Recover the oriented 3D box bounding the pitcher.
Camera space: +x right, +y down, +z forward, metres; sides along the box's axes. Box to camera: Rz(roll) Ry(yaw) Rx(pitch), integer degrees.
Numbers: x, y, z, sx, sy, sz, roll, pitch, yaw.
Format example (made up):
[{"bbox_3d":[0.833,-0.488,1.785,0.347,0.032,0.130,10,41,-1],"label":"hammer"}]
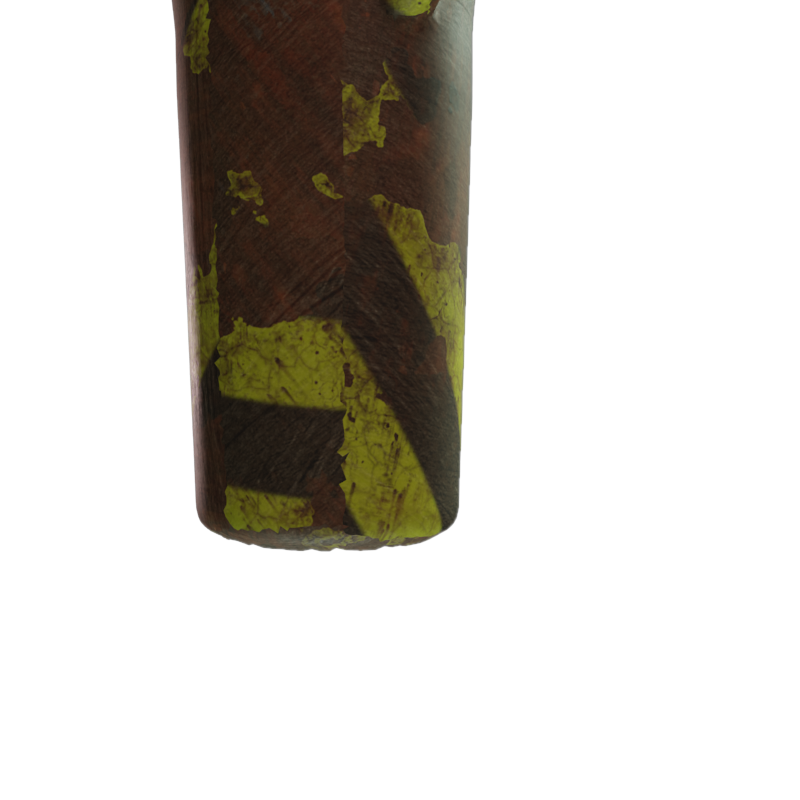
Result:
[{"bbox_3d":[-0.037,-0.068,0.477,0.147,0.246,0.145,-1,-4,10],"label":"pitcher"}]
